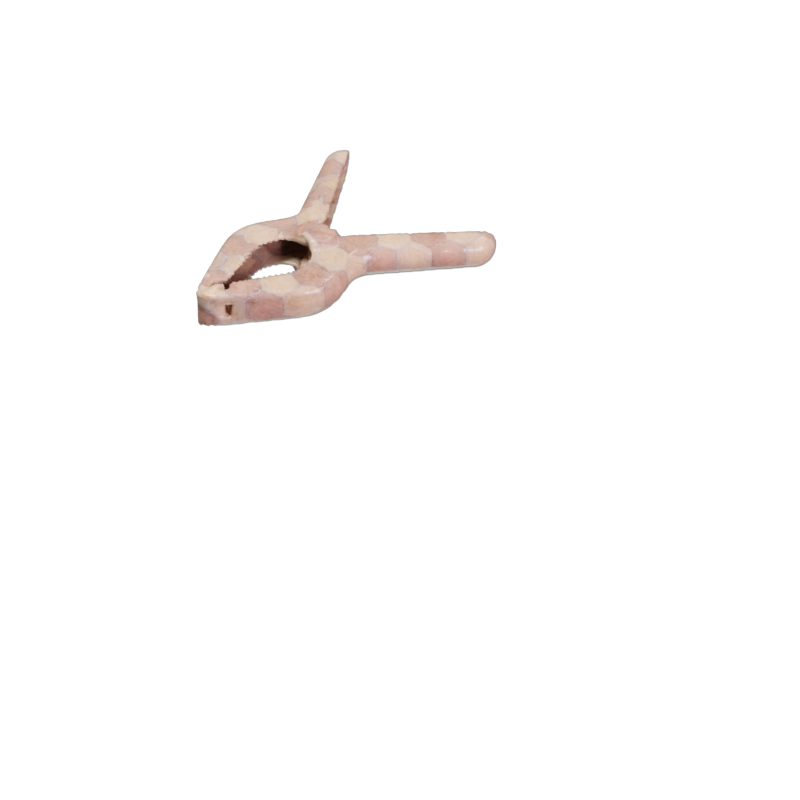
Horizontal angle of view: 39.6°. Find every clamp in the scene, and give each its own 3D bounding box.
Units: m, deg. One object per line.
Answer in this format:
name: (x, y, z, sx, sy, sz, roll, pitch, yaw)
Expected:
clamp: (-0.061, -0.112, 0.784, 0.209, 0.034, 0.177, -25, 46, -27)
